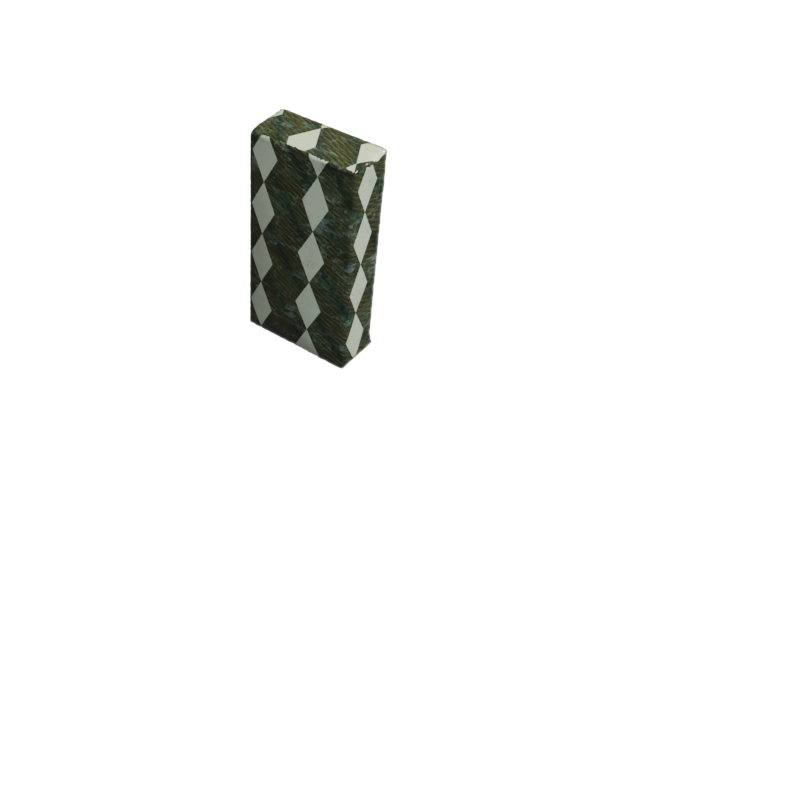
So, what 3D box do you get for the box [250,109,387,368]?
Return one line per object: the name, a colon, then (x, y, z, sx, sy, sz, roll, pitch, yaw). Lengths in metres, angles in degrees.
box: (-0.064, -0.115, 0.810, 0.098, 0.164, 0.049, 27, 46, 24)
